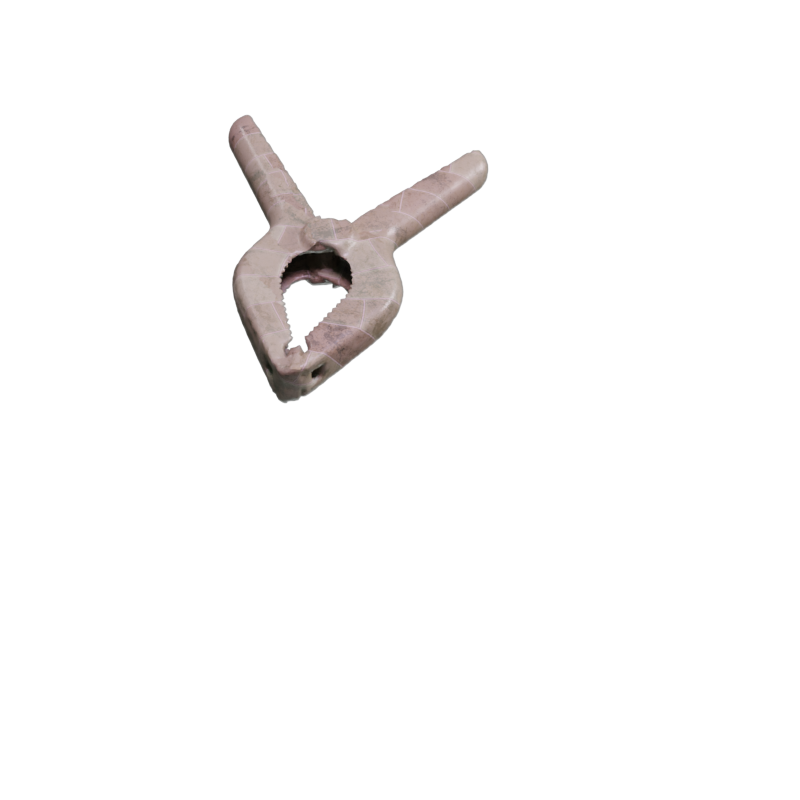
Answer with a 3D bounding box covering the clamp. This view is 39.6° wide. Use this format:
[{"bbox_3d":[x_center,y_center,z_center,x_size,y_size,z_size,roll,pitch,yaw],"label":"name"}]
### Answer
[{"bbox_3d":[-0.050,-0.092,0.642,0.168,0.220,0.034,13,-40,11],"label":"clamp"}]
